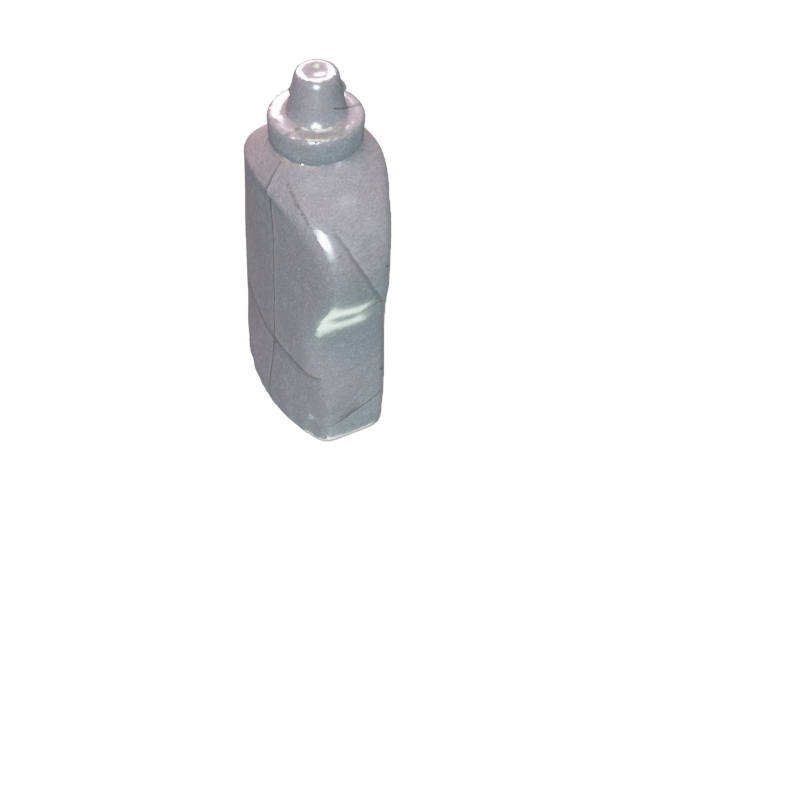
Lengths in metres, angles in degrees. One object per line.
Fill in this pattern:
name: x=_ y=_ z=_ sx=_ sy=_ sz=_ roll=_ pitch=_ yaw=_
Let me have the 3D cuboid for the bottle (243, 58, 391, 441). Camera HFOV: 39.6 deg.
bottle: x=-0.039 y=-0.073 z=0.510 sx=0.058 sy=0.104 sz=0.179 roll=-17 pitch=-38 yaw=-18
